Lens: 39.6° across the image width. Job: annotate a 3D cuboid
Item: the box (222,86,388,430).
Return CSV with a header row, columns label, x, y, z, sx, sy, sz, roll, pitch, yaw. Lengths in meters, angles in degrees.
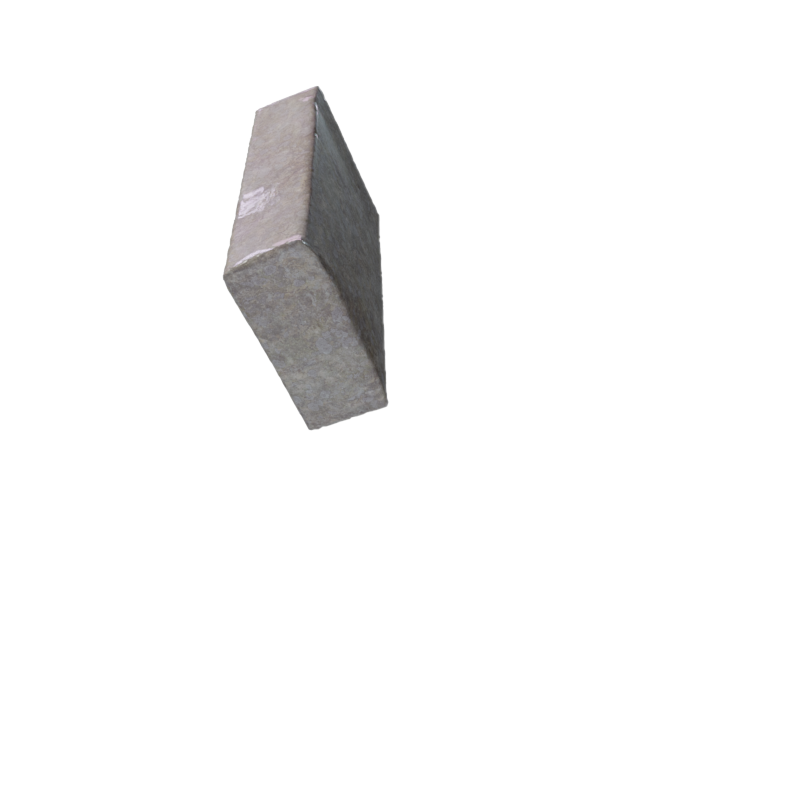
label,x,y,z,sx,sy,sz,roll,pitch,yaw
box,-0.043,-0.078,0.551,0.048,0.087,0.188,-21,32,10
